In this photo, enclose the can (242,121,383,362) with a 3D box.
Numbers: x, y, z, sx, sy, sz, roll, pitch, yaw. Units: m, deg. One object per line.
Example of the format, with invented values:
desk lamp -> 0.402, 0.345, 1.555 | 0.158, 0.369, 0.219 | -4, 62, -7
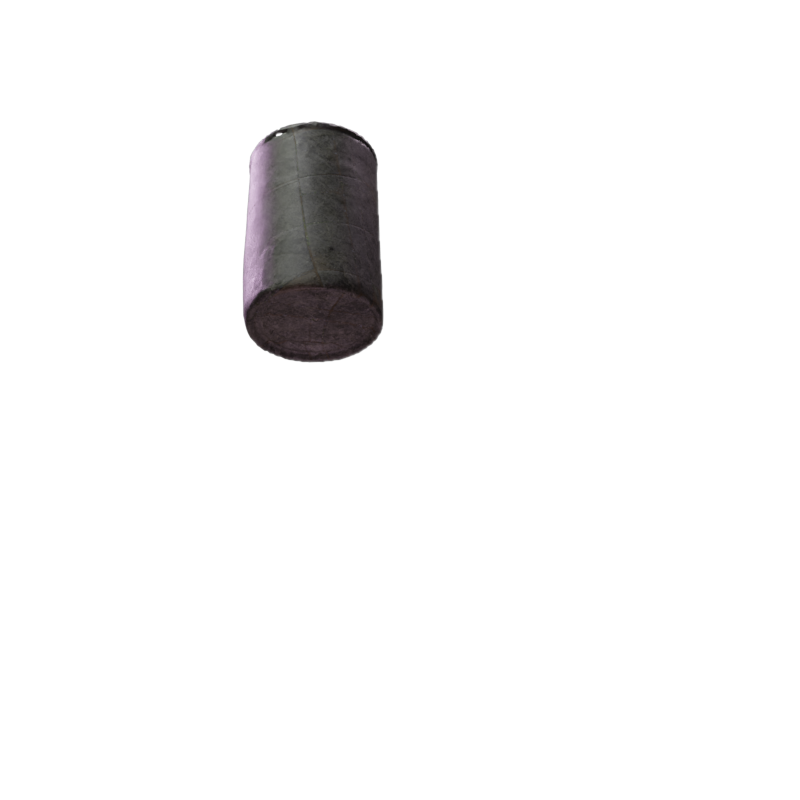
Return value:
can -> -0.043, -0.079, 0.553 | 0.068, 0.109, 0.064 | -1, -34, -2
